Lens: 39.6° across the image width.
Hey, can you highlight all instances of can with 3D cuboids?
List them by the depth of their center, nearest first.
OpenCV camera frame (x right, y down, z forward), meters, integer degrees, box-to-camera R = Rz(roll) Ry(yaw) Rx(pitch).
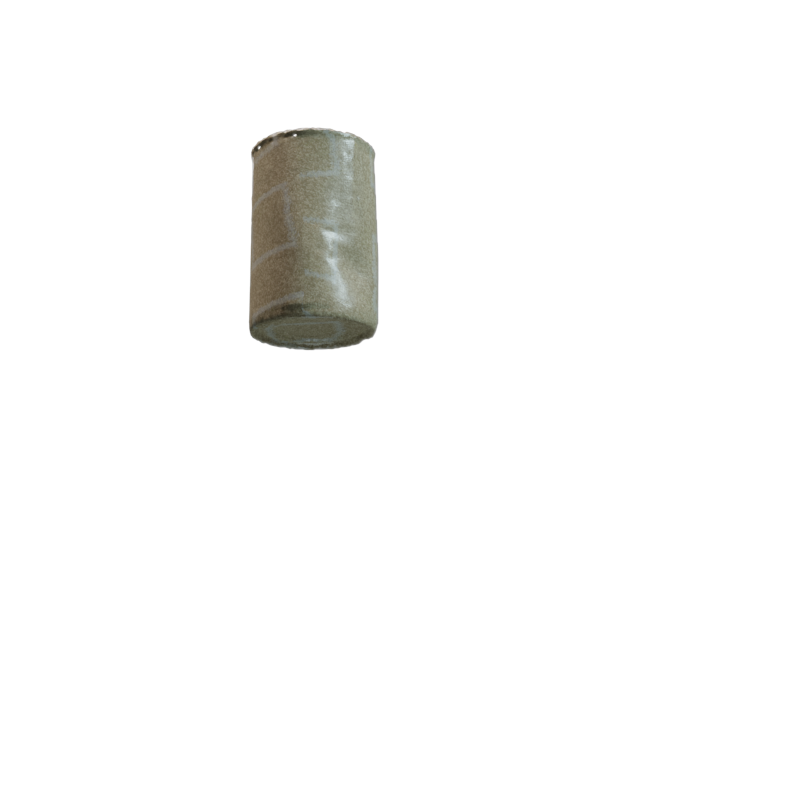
[{"bbox_3d":[-0.046,-0.084,0.588,0.068,0.107,0.066,0,-17,-2],"label":"can"}]
